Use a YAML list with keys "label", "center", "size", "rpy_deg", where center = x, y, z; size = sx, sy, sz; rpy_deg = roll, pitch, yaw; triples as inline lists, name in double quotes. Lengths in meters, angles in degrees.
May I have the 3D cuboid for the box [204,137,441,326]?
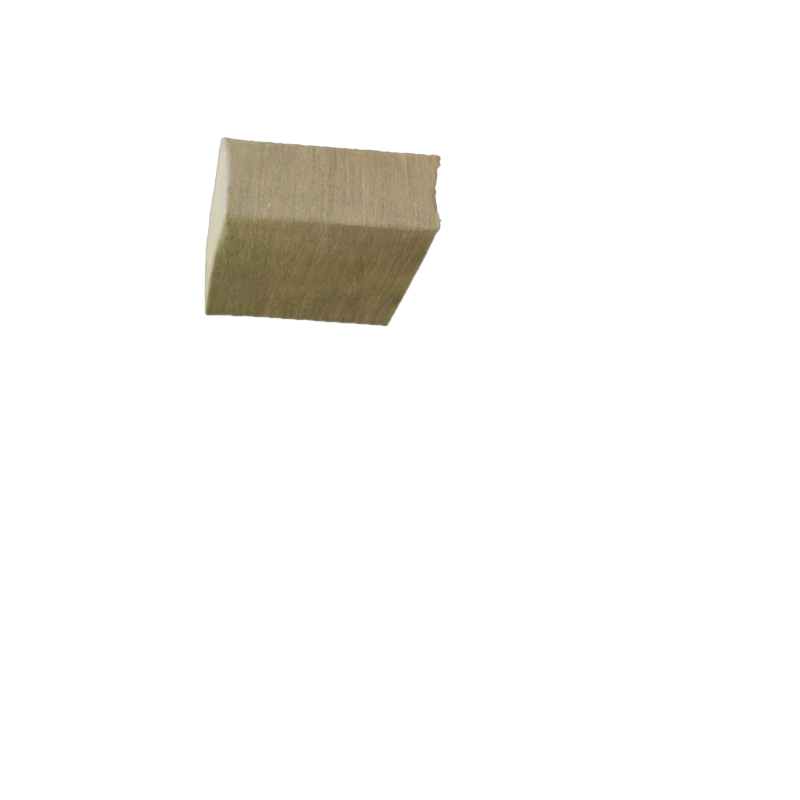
- label: "box"
  center: [-0.038, -0.069, 0.484]
  size: [0.089, 0.041, 0.110]
  rpy_deg: [3, -17, -10]
